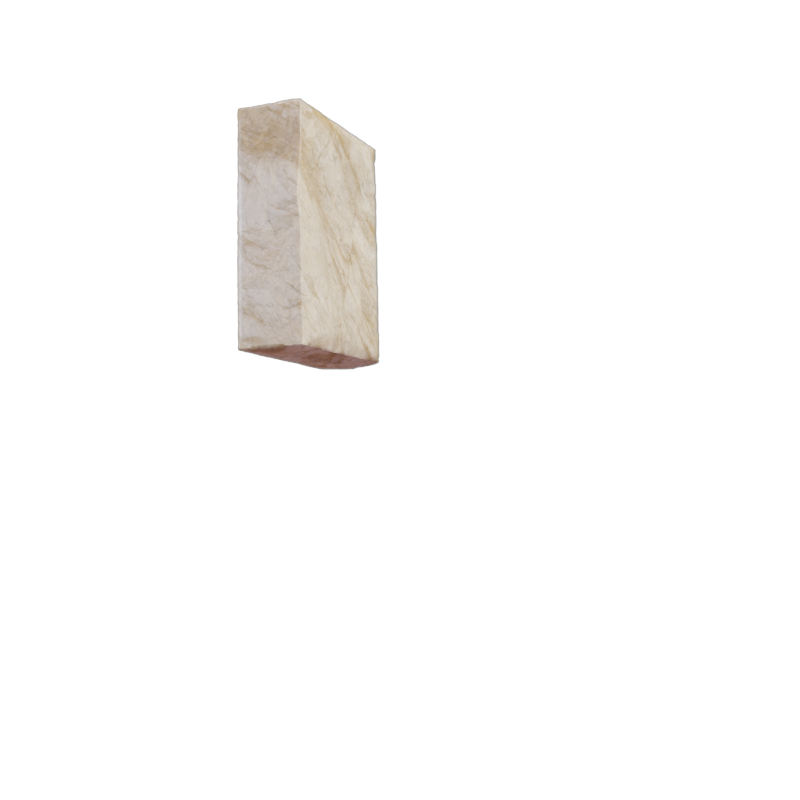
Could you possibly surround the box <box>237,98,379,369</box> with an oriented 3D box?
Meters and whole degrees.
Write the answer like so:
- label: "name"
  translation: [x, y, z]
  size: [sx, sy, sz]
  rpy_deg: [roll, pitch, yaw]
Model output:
- label: "box"
  translation: [-0.078, -0.142, 0.991]
  size: [0.073, 0.220, 0.156]
  rpy_deg: [-6, -12, 23]
